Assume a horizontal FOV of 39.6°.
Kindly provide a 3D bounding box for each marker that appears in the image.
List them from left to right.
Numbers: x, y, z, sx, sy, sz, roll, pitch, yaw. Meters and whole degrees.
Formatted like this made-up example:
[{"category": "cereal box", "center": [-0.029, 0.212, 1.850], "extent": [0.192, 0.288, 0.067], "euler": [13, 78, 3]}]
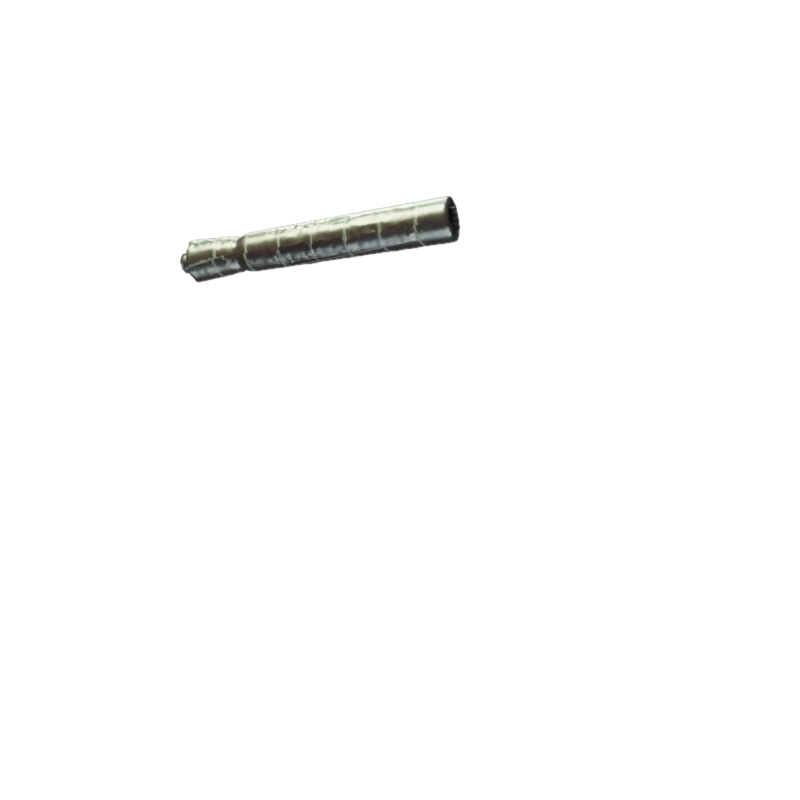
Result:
[{"category": "marker", "center": [-0.036, -0.066, 0.460], "extent": [0.123, 0.020, 0.019], "euler": [-6, 2, 20]}]
